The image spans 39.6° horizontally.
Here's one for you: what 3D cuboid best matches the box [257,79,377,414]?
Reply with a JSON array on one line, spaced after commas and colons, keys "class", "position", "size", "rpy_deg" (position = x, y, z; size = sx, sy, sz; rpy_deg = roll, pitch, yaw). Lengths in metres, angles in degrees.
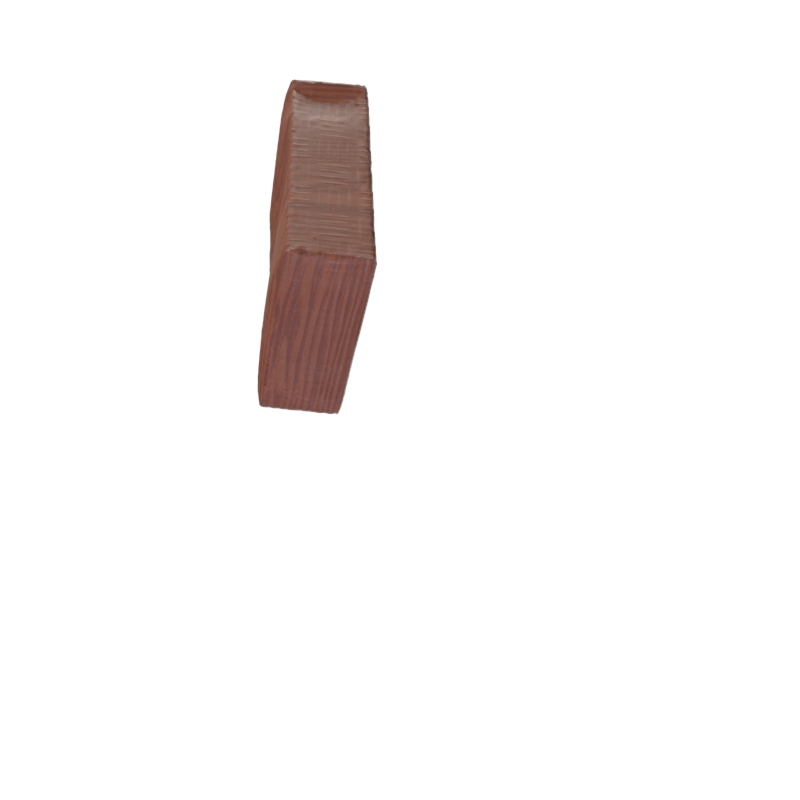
[{"class": "box", "position": [-0.068, -0.124, 0.869], "size": [0.071, 0.230, 0.154], "rpy_deg": [6, -45, -10]}]
